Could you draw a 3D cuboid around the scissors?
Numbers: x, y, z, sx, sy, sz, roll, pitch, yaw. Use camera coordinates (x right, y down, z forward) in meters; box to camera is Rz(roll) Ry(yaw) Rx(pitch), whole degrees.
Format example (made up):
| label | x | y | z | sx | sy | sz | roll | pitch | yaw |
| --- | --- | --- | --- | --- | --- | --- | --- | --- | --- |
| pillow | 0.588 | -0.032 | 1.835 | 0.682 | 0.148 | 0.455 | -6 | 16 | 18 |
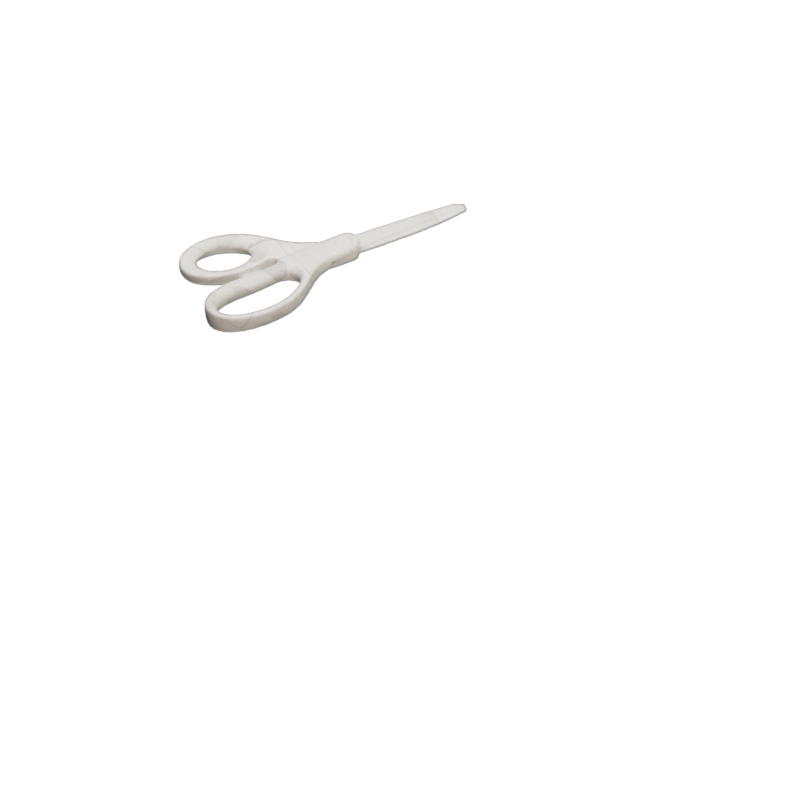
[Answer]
| label | x | y | z | sx | sy | sz | roll | pitch | yaw |
| --- | --- | --- | --- | --- | --- | --- | --- | --- | --- |
| scissors | -0.056 | -0.101 | 0.710 | 0.102 | 0.015 | 0.203 | 28 | 46 | 30 |
